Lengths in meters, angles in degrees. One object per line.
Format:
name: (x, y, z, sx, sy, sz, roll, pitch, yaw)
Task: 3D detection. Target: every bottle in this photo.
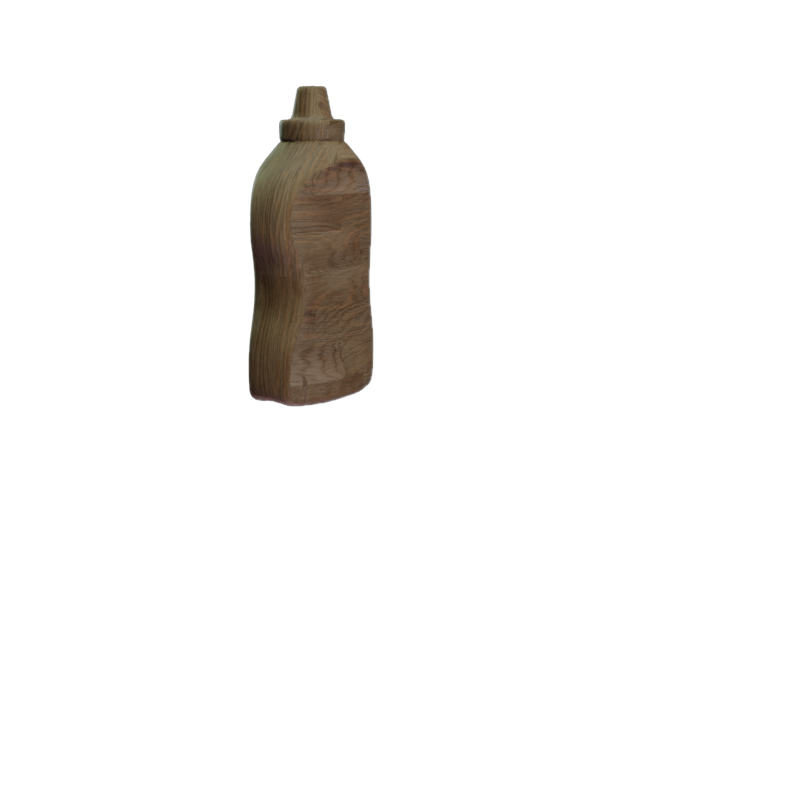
bottle: (-0.054, -0.099, 0.690, 0.061, 0.189, 0.093, 5, 8, 35)
